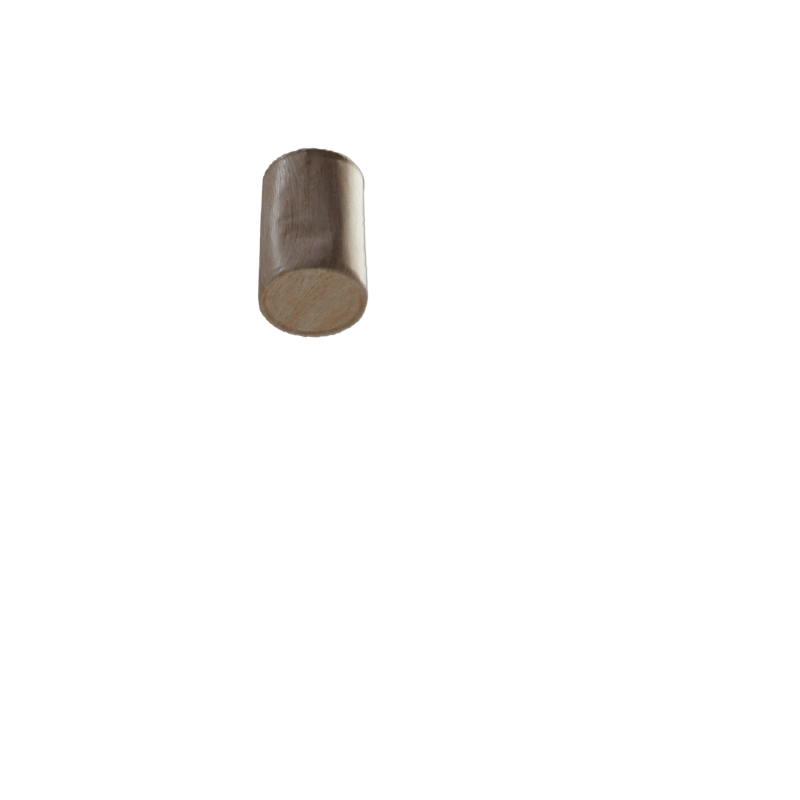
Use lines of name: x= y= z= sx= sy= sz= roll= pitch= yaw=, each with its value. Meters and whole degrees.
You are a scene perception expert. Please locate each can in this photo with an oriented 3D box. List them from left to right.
can: x=-0.054 y=-0.099 z=0.696 sx=0.068 sy=0.110 sz=0.064 roll=-1 pitch=-39 yaw=-3
